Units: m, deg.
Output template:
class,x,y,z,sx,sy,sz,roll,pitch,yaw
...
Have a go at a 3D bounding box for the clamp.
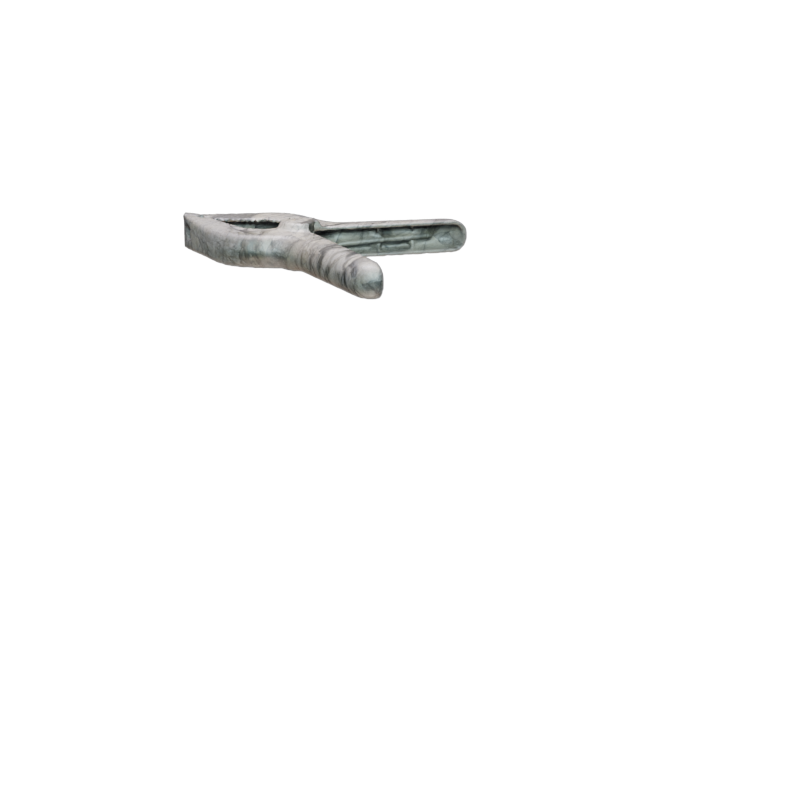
class,x,y,z,sx,sy,sz,roll,pitch,yaw
clamp,-0.064,-0.117,0.820,0.220,0.035,0.163,12,23,31
